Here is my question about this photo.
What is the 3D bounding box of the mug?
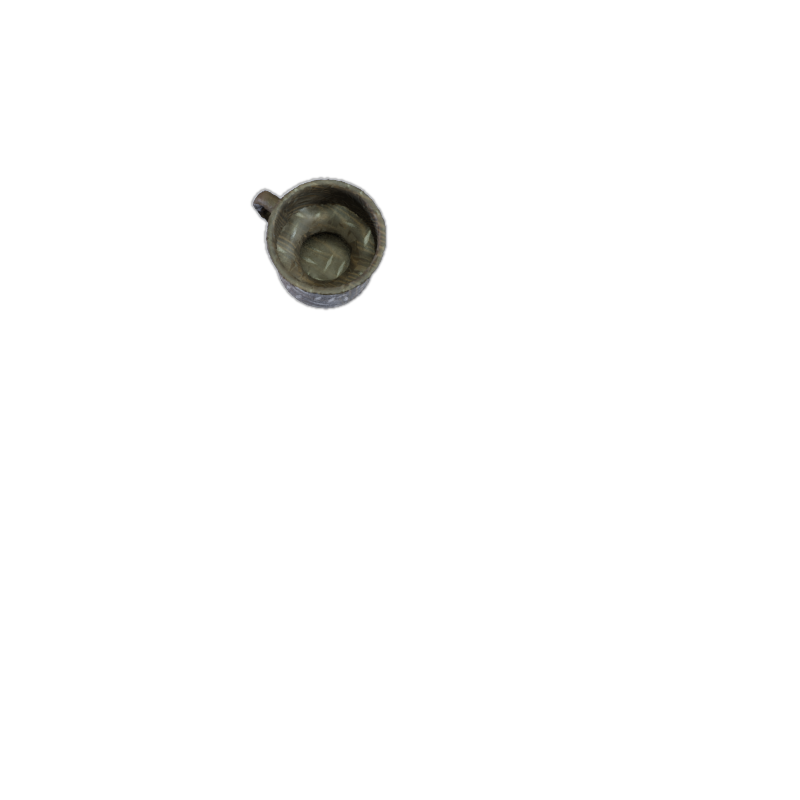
[{"bbox_3d":[-0.069,-0.127,0.886,0.119,0.095,0.079,33,-12,6],"label":"mug"}]
